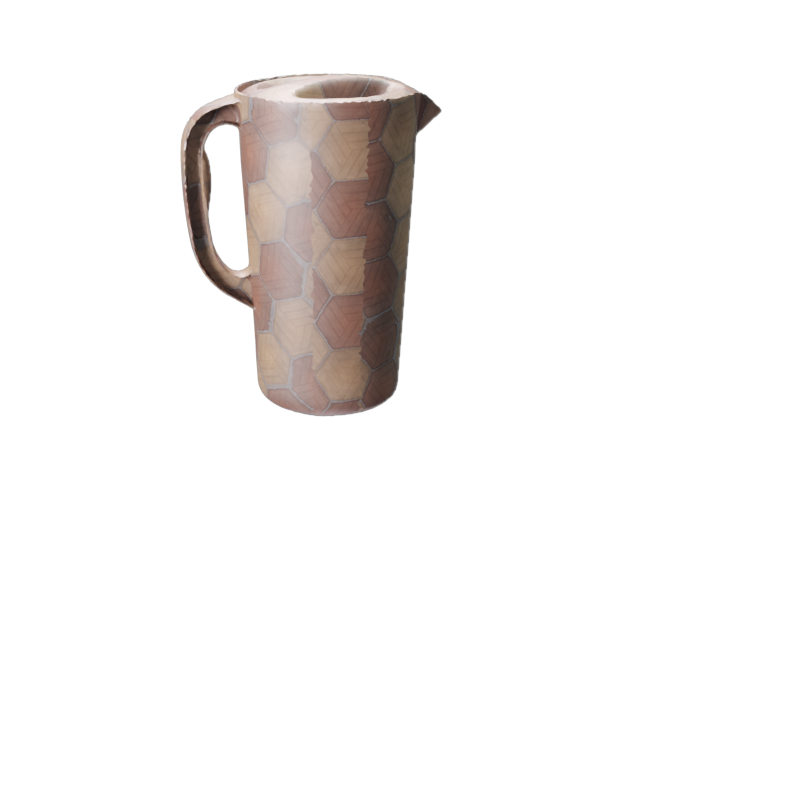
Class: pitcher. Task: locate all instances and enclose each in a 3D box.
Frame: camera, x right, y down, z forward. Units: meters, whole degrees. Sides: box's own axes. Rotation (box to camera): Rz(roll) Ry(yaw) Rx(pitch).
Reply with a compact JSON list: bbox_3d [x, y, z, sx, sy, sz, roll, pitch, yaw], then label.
[{"bbox_3d":[-0.064,-0.117,0.818,0.156,0.233,0.144,12,21,28],"label":"pitcher"}]
